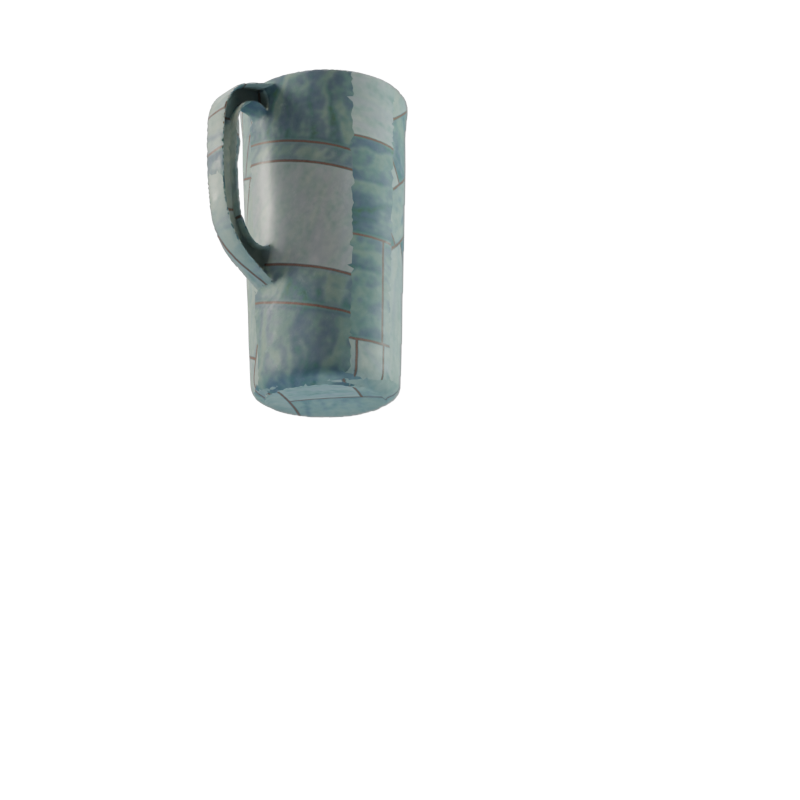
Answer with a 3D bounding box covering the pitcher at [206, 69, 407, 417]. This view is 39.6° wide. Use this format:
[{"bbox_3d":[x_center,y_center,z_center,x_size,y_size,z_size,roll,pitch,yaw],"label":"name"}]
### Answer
[{"bbox_3d":[-0.065,-0.119,0.831,0.149,0.256,0.138,-1,-21,0],"label":"pitcher"}]
